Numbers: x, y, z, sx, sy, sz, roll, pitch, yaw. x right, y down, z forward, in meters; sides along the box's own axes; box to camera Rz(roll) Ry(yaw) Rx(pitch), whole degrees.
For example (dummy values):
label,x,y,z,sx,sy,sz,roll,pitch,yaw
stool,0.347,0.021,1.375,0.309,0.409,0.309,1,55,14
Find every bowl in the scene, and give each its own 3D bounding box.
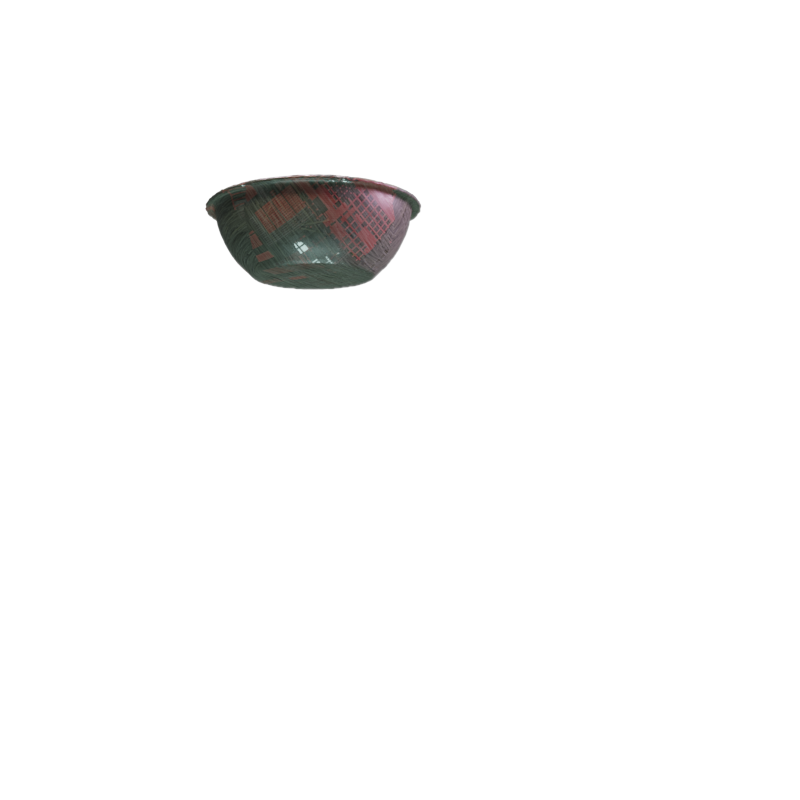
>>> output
label,x,y,z,sx,sy,sz,roll,pitch,yaw
bowl,-0.065,-0.118,0.828,0.162,0.056,0.158,0,-7,-2
